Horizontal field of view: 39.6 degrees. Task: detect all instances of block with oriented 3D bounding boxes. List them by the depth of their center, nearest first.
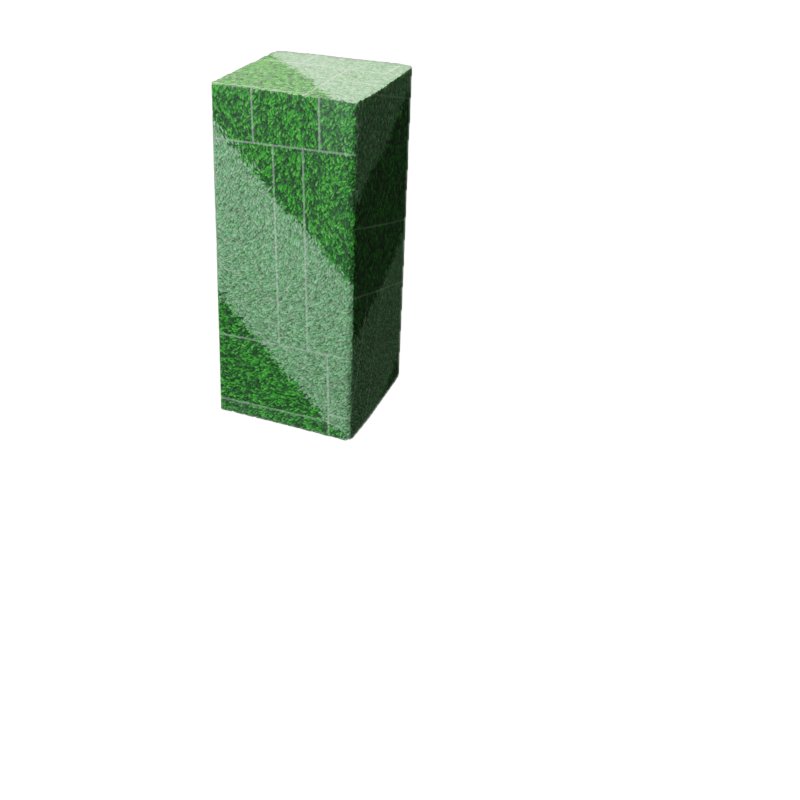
[{"bbox_3d":[-0.052,-0.095,0.664,0.094,0.196,0.092,11,27,19],"label":"block"}]
